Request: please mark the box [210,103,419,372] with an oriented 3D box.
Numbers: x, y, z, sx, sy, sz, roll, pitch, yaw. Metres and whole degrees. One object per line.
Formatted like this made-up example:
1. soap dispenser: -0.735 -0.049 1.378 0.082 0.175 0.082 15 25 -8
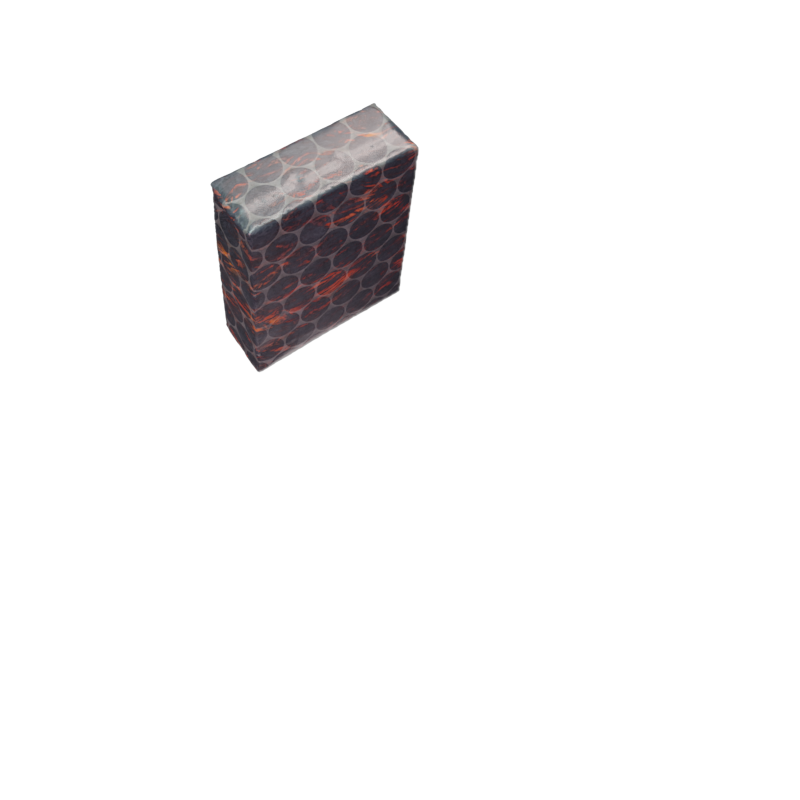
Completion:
1. box: -0.076 -0.138 0.966 0.164 0.076 0.200 -31 -25 -20
